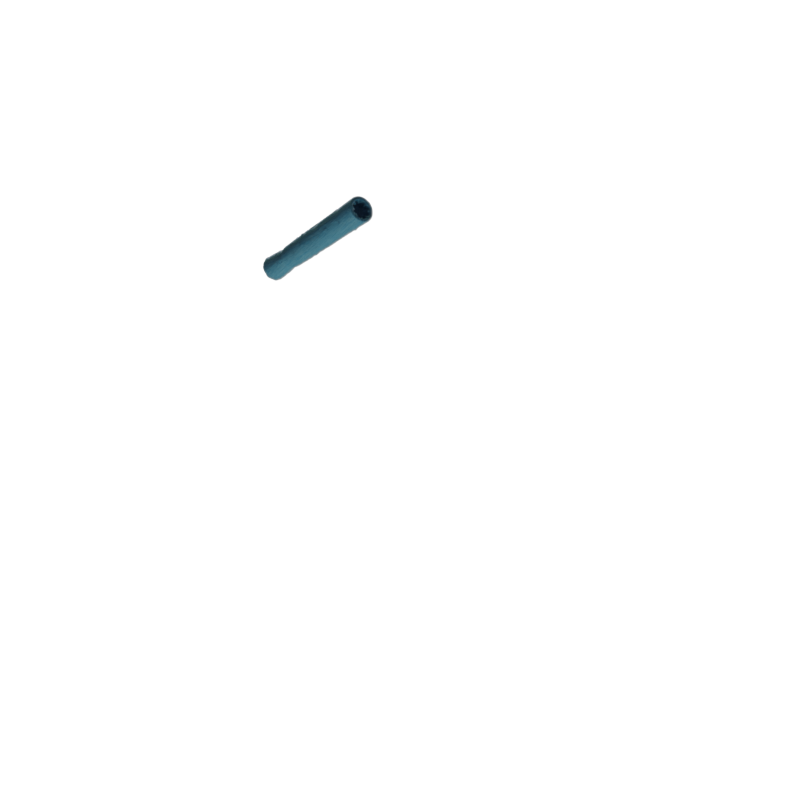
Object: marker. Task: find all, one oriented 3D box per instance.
[{"bbox_3d":[-0.061,-0.110,0.774,0.019,0.020,0.121,-2,-13,-38],"label":"marker"}]
